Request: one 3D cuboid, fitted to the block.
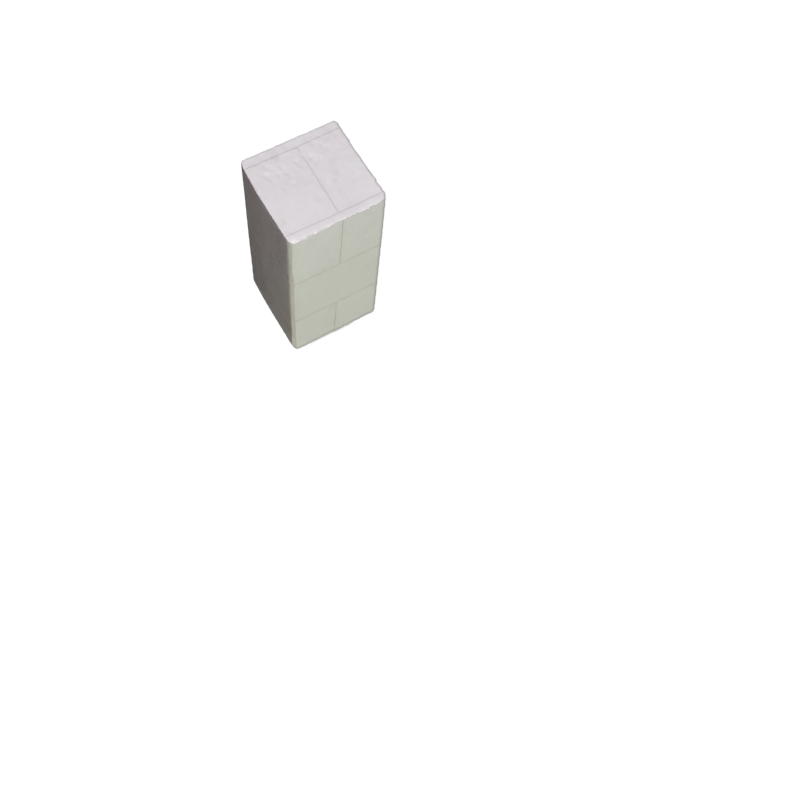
[{"bbox_3d":[-0.076,-0.139,0.975,0.090,0.095,0.195,-26,-19,-14],"label":"block"}]
